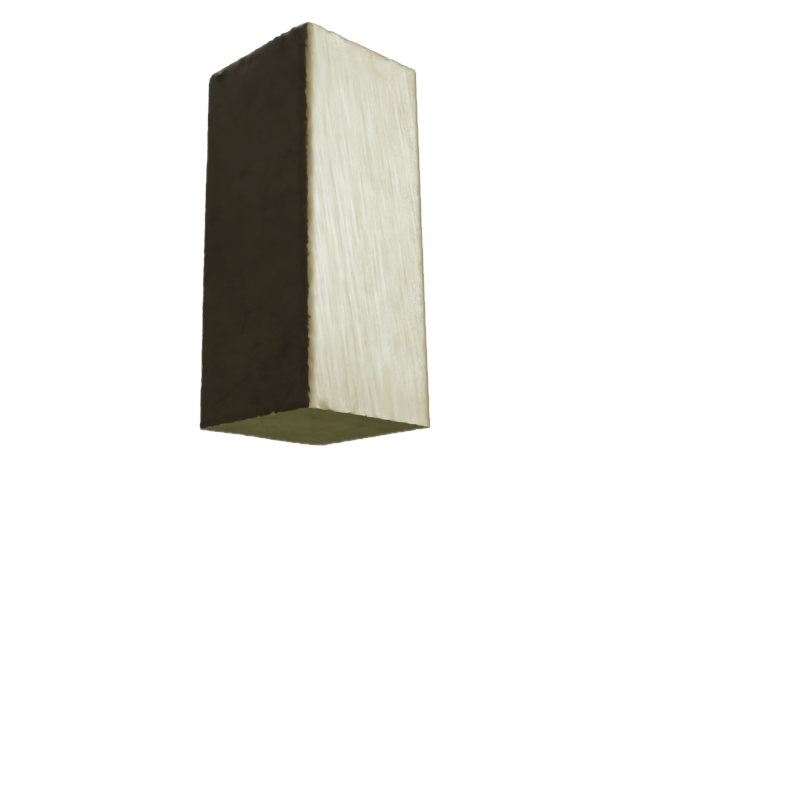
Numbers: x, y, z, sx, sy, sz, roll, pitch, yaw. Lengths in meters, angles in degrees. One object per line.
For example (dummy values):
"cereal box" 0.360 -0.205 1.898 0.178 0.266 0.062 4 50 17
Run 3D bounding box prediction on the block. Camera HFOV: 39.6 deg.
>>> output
"block" -0.048 -0.087 0.611 0.085 0.215 0.092 15 -23 -42
